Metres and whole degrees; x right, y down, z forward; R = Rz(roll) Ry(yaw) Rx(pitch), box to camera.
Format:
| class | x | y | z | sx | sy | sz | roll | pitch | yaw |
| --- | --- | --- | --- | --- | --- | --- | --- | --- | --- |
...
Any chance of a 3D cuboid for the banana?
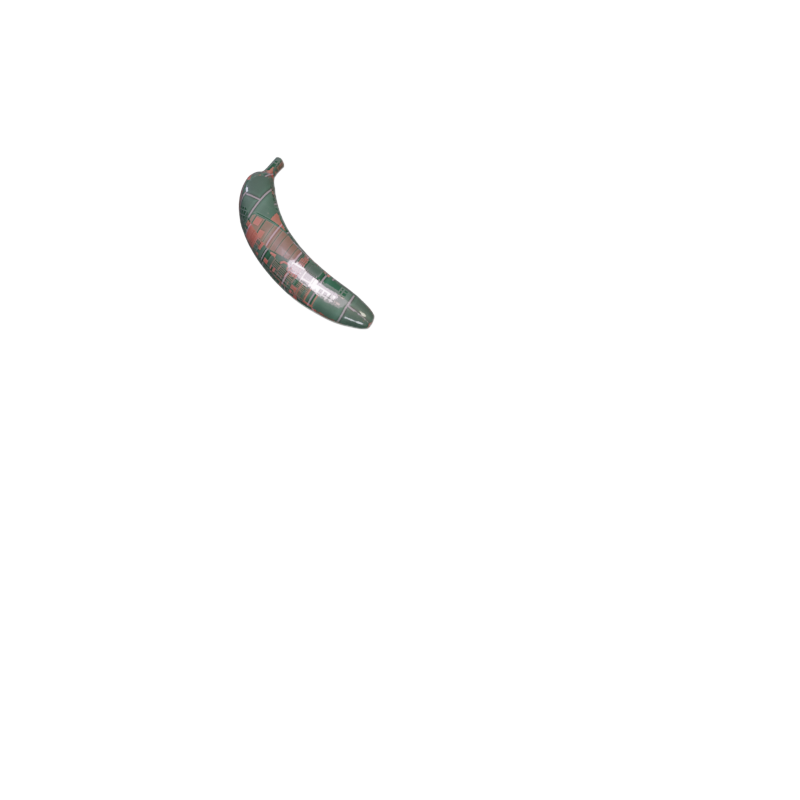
| class | x | y | z | sx | sy | sz | roll | pitch | yaw |
| --- | --- | --- | --- | --- | --- | --- | --- | --- | --- |
| banana | -0.096 | -0.137 | 0.991 | 0.069 | 0.210 | 0.035 | -24 | -25 | -12 |
